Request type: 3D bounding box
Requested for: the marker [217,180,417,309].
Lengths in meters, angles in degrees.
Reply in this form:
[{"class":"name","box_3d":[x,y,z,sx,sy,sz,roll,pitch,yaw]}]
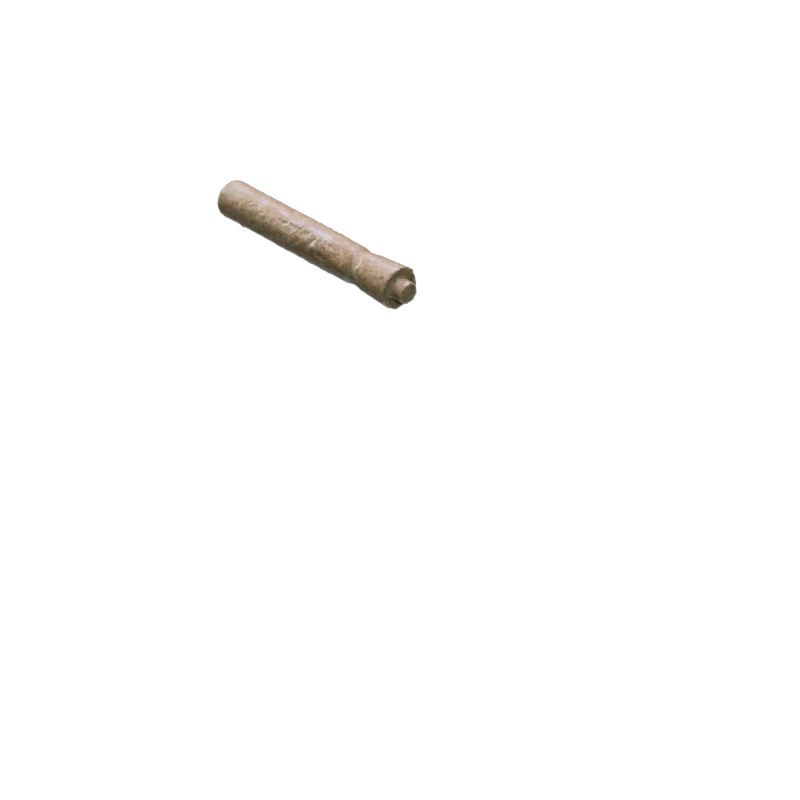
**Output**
[{"class":"marker","box_3d":[-0.038,-0.070,0.488,0.019,0.019,0.130,-3,27,-44]}]
